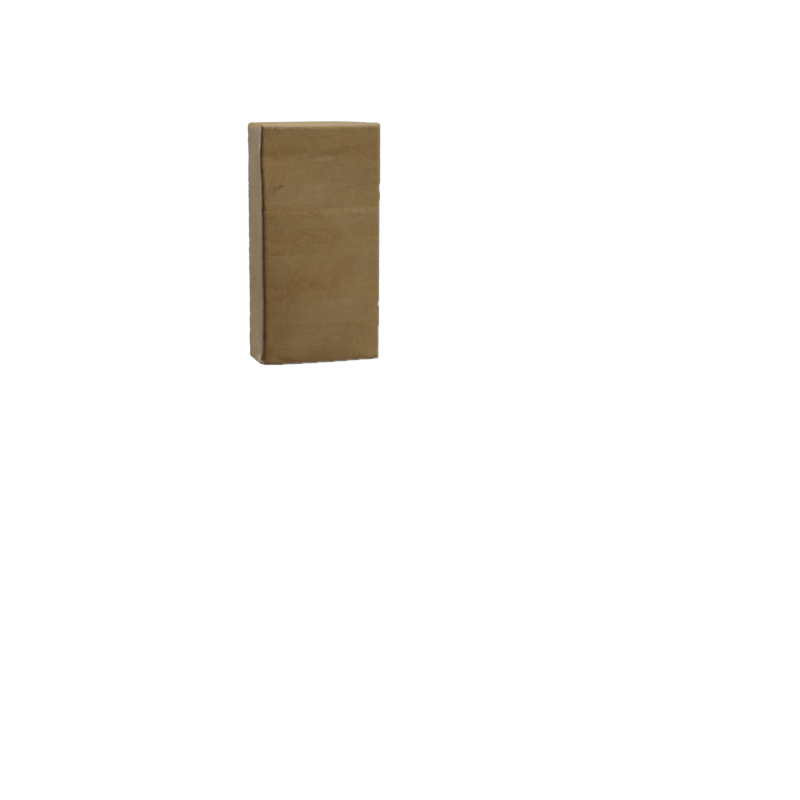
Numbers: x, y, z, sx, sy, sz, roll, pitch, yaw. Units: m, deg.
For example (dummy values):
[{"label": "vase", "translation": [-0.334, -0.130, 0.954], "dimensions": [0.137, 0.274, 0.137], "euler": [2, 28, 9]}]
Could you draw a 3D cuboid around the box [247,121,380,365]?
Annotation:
[{"label": "box", "translation": [-0.064, -0.117, 0.817], "dimensions": [0.091, 0.173, 0.050], "euler": [-2, 7, -19]}]
